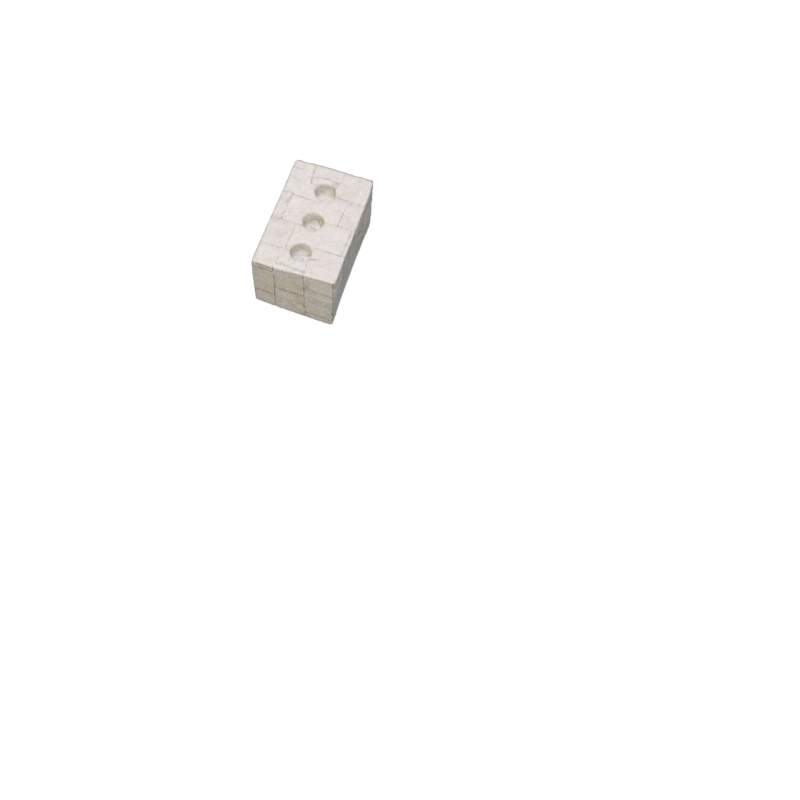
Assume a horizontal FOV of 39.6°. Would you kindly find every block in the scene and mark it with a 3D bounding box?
[{"bbox_3d":[-0.053,-0.097,0.680,0.053,0.081,0.048,16,-26,6],"label":"block"}]
